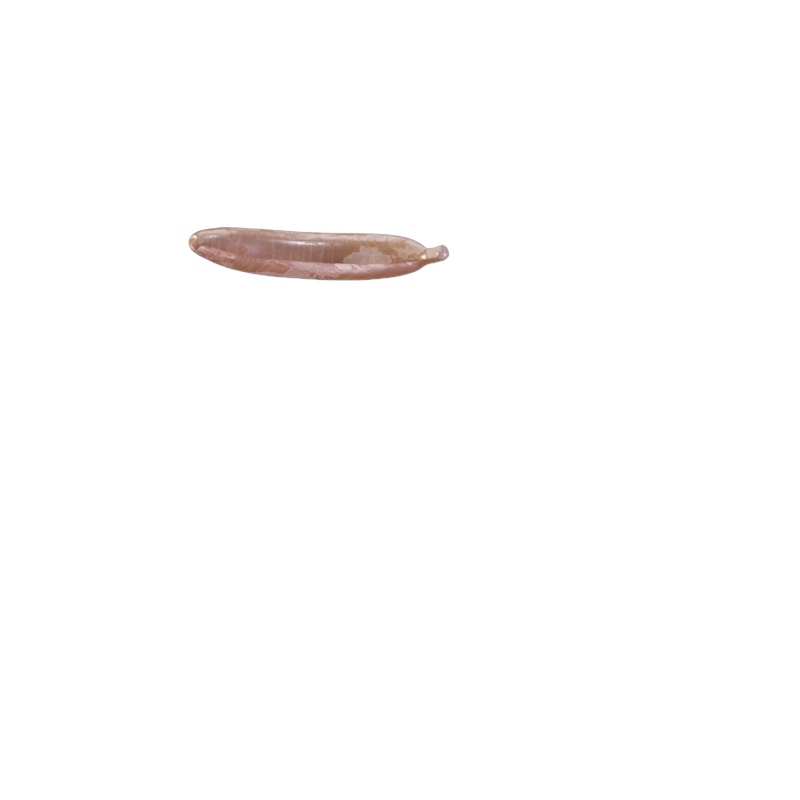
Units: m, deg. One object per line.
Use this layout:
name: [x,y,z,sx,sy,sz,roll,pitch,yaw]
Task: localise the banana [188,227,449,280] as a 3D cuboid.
banana: [-0.065,-0.118,0.871,0.197,0.038,0.067,1,-15,-2]
